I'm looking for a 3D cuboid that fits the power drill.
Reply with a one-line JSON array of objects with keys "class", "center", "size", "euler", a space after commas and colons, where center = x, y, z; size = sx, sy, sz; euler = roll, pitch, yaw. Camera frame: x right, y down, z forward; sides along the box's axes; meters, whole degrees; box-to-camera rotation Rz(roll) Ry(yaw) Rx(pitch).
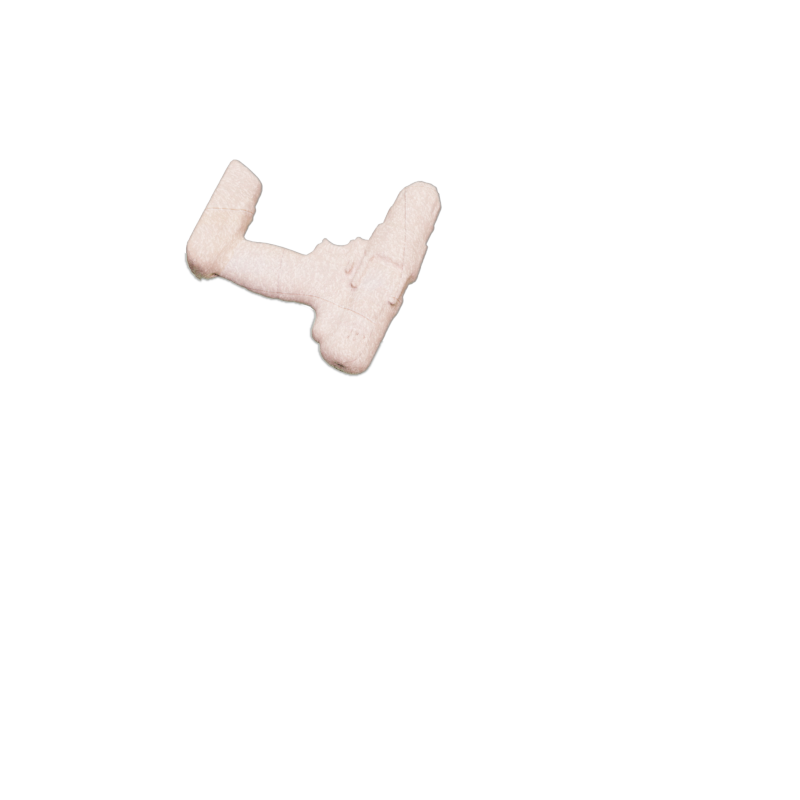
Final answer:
[{"class": "power drill", "center": [-0.074, -0.136, 0.951], "size": [0.191, 0.190, 0.054], "euler": [23, -21, 9]}]
